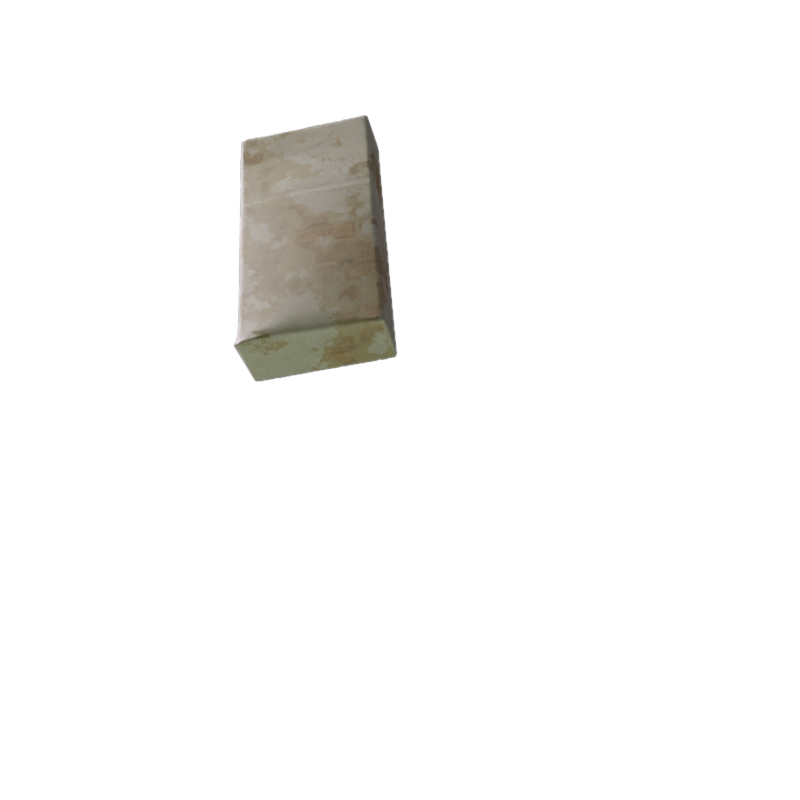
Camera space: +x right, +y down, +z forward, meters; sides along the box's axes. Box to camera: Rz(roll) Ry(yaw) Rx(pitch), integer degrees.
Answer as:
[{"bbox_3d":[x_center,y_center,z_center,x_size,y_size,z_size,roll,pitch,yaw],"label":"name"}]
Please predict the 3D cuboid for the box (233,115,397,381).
[{"bbox_3d":[-0.056,-0.102,0.714,0.094,0.189,0.044,-10,-40,9],"label":"box"}]
